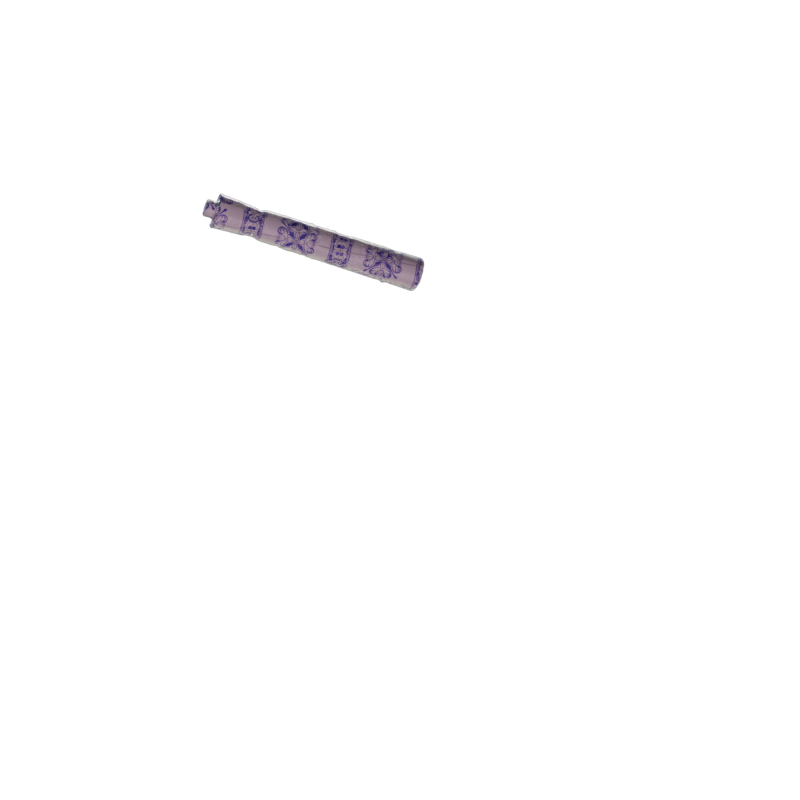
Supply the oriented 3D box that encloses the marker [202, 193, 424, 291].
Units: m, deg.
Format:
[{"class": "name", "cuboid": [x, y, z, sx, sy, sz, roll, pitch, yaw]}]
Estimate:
[{"class": "marker", "cuboid": [-0.046, -0.084, 0.589, 0.118, 0.020, 0.020, 16, 0, -11]}]
